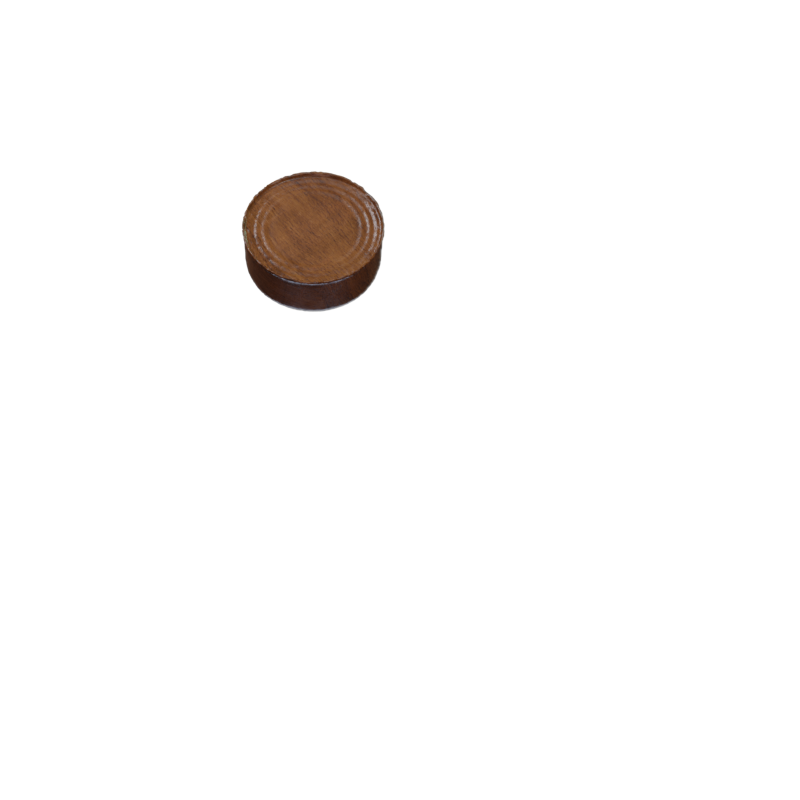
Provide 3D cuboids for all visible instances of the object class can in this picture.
[{"bbox_3d":[-0.053,-0.097,0.678,0.086,0.092,0.031,-1,-35,-1],"label":"can"}]
